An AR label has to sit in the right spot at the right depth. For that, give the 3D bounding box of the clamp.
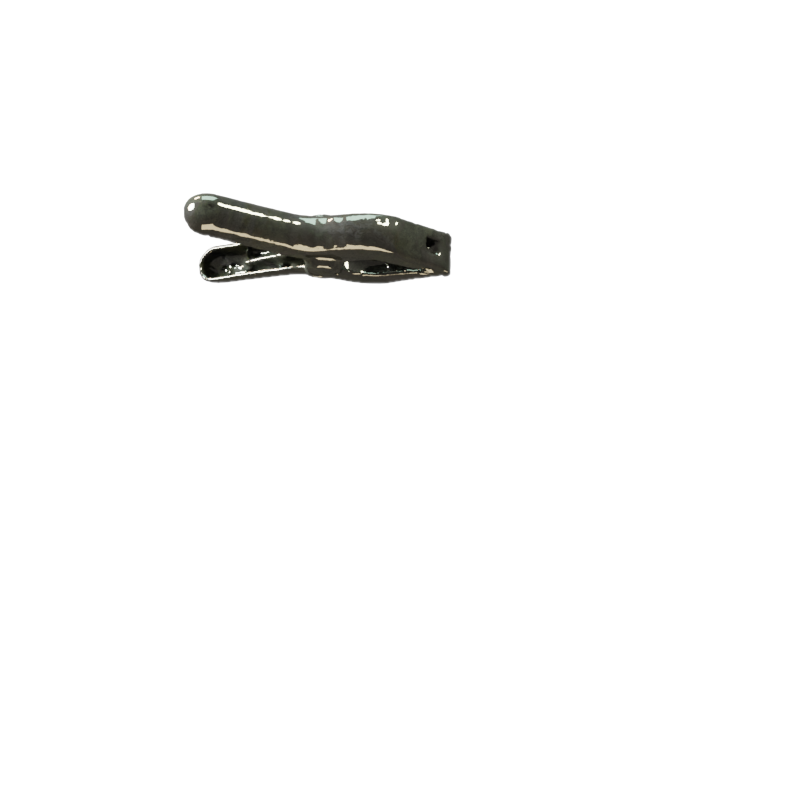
[{"bbox_3d":[-0.054,-0.099,0.696,0.173,0.040,0.116,-1,-7,7],"label":"clamp"}]
